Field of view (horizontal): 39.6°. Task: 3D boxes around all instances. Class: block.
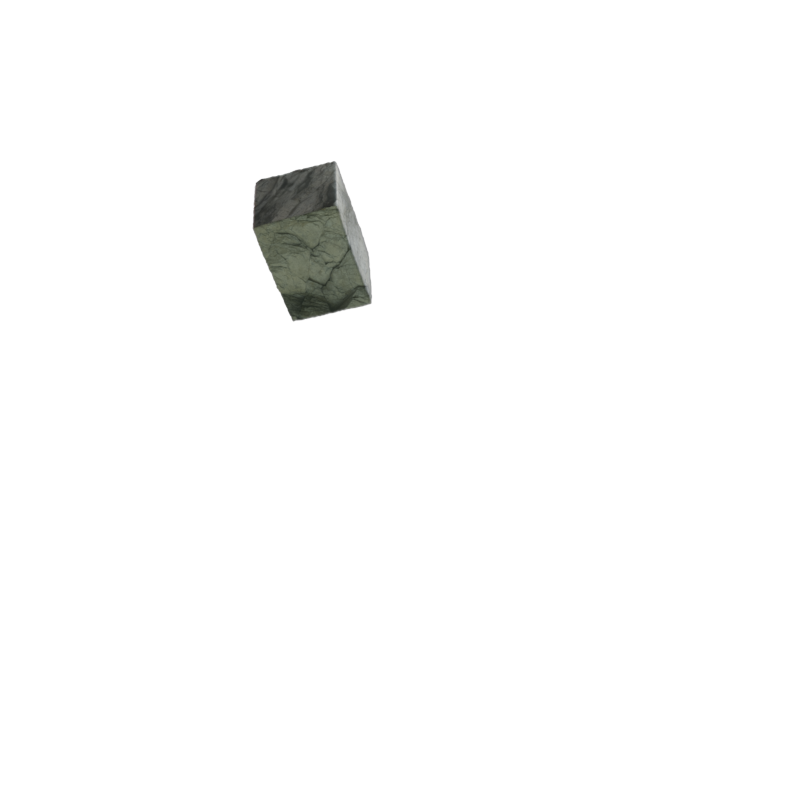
[{"bbox_3d":[-0.053,-0.096,0.671,0.053,0.072,0.055,-13,40,9],"label":"block"}]
